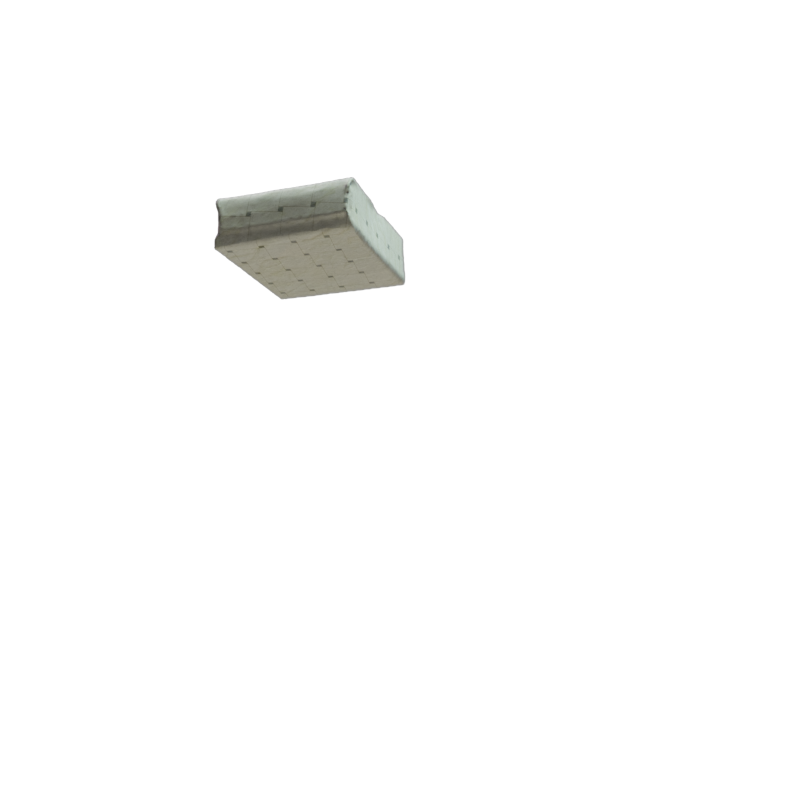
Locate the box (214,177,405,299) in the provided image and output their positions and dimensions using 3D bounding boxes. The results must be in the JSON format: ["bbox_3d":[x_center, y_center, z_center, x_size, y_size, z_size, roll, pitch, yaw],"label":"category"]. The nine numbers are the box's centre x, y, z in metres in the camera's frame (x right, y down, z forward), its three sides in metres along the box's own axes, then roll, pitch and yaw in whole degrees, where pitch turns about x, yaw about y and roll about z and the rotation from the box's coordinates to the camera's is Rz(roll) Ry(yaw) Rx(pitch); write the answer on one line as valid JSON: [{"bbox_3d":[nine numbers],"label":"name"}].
[{"bbox_3d":[-0.045,-0.082,0.572,0.074,0.032,0.084,-6,-17,18],"label":"box"}]
